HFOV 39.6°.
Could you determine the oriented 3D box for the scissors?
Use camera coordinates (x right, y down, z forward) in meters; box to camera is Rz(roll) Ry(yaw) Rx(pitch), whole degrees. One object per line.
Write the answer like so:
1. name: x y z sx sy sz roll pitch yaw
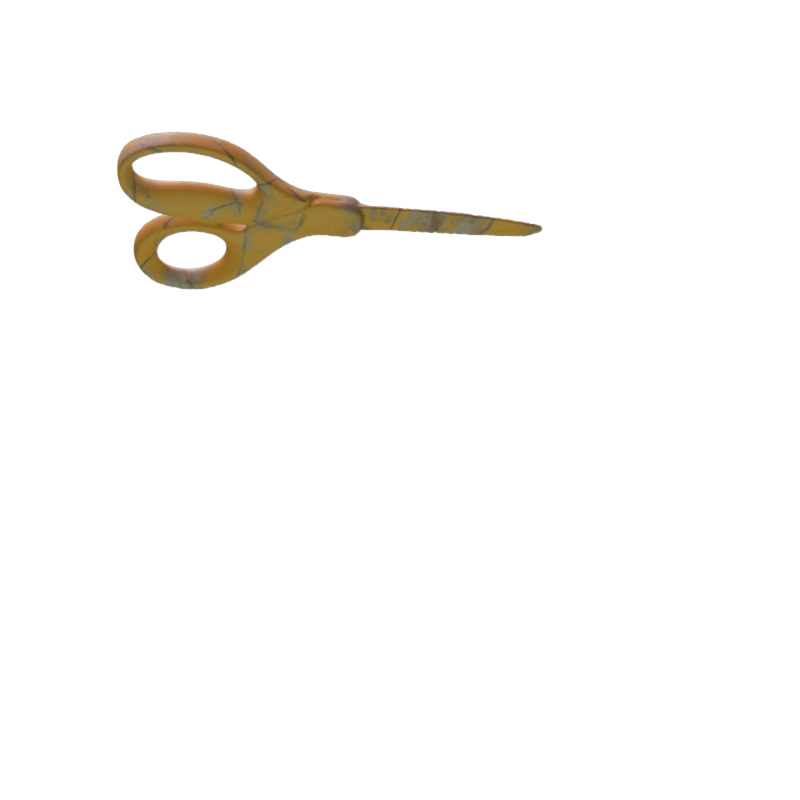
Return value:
1. scissors: -0.042 -0.077 0.539 0.196 0.017 0.092 15 -48 -14
